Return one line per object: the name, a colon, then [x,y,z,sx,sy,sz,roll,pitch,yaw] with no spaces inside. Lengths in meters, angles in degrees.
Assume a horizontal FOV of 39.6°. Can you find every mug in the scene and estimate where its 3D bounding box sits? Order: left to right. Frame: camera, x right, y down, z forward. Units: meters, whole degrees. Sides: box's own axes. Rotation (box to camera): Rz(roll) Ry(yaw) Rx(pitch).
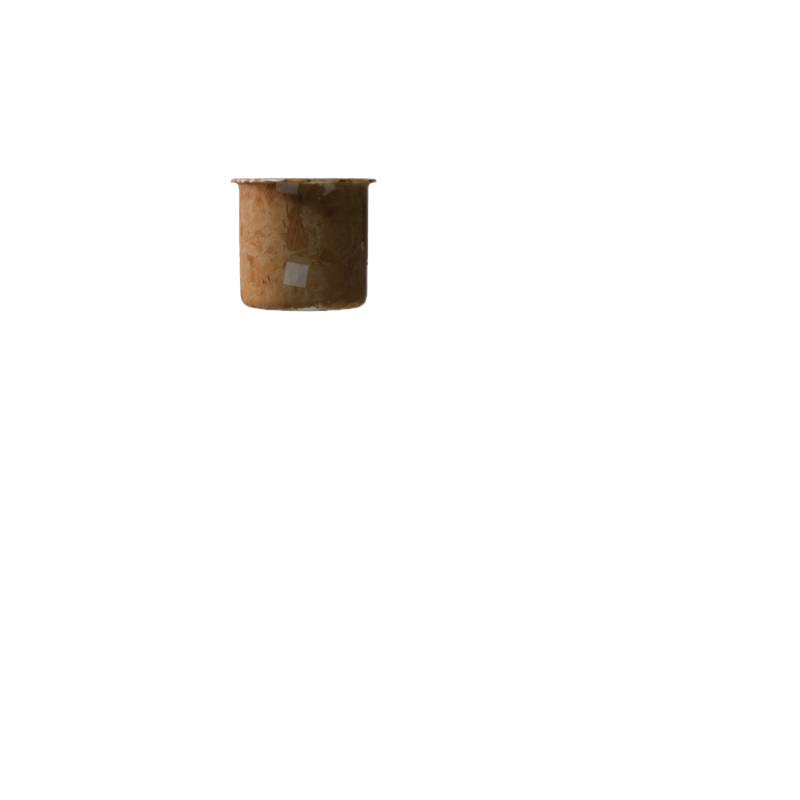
mug: [-0.056,-0.102,0.717,0.097,0.081,0.115,4,9,27]
